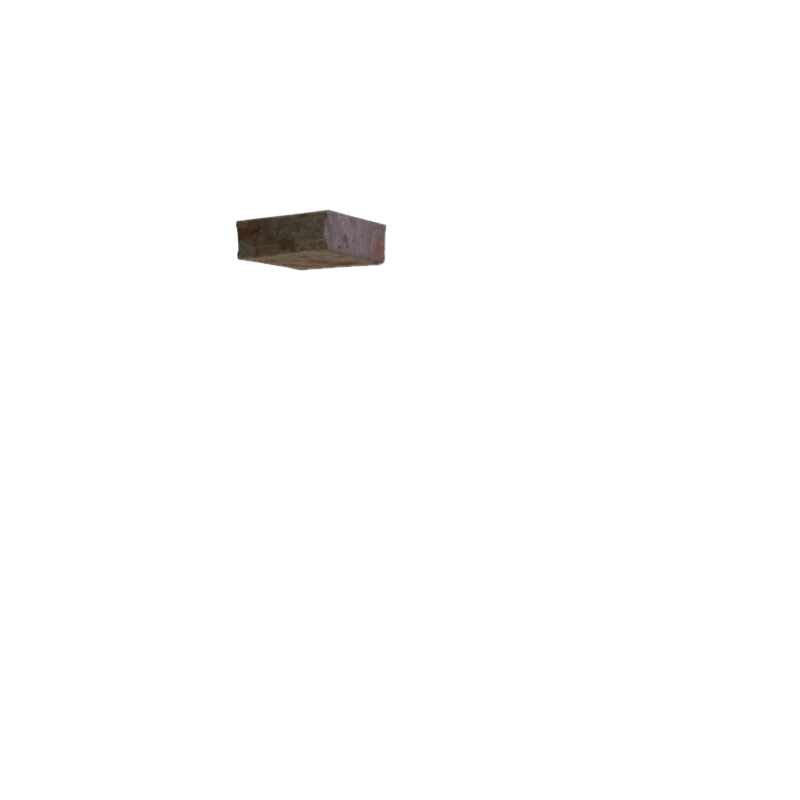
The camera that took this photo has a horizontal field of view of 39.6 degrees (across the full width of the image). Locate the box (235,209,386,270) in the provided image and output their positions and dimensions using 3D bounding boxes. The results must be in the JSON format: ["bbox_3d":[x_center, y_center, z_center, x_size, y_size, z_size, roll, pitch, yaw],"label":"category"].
[{"bbox_3d":[-0.075,-0.136,0.955,0.092,0.039,0.109,-1,-2,27],"label":"box"}]
